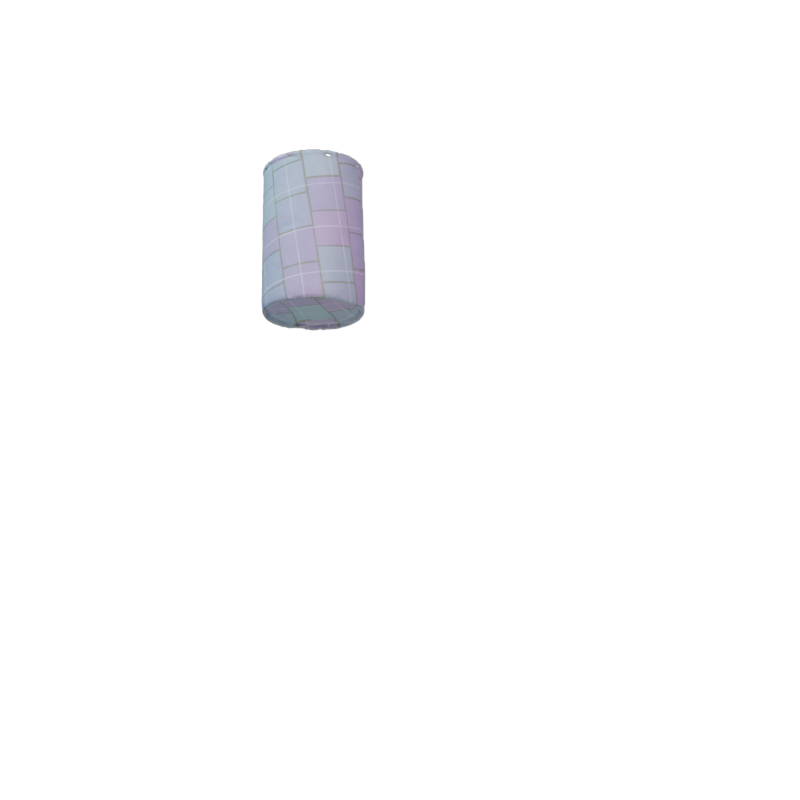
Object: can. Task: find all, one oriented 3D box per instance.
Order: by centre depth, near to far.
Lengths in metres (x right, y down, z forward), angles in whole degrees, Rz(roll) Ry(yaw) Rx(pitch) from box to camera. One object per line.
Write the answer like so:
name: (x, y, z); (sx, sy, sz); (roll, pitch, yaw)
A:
can: (-0.057, -0.104, 0.728); (0.068, 0.107, 0.065); (0, -21, -2)
